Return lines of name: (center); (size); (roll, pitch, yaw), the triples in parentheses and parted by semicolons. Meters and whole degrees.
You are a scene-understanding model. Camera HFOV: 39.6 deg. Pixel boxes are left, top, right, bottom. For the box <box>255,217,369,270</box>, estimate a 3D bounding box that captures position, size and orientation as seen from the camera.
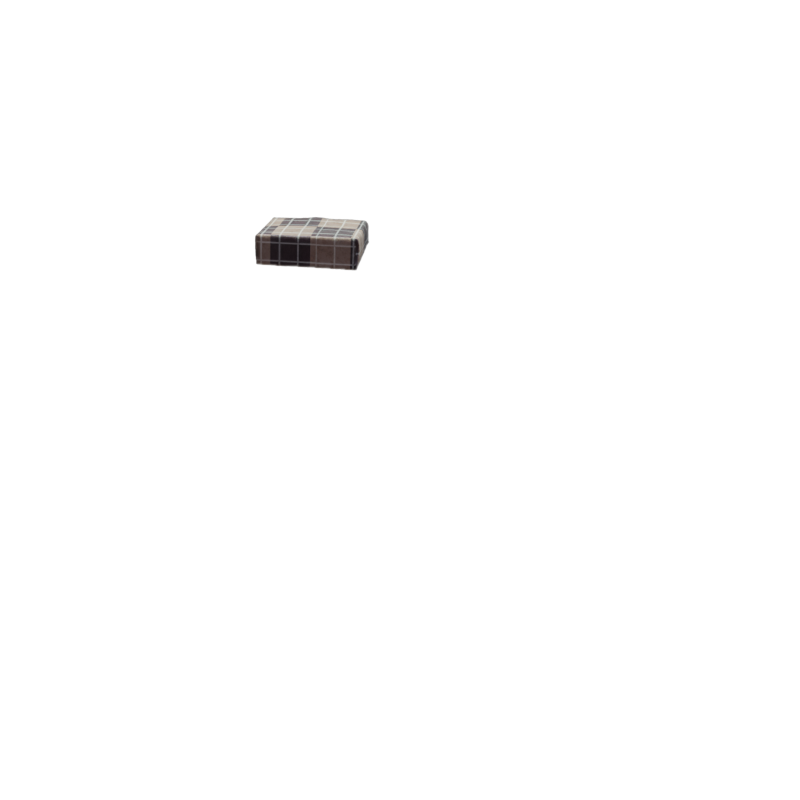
box: (-0.075, -0.137, 0.962); (0.090, 0.029, 0.075); (3, 20, 7)
